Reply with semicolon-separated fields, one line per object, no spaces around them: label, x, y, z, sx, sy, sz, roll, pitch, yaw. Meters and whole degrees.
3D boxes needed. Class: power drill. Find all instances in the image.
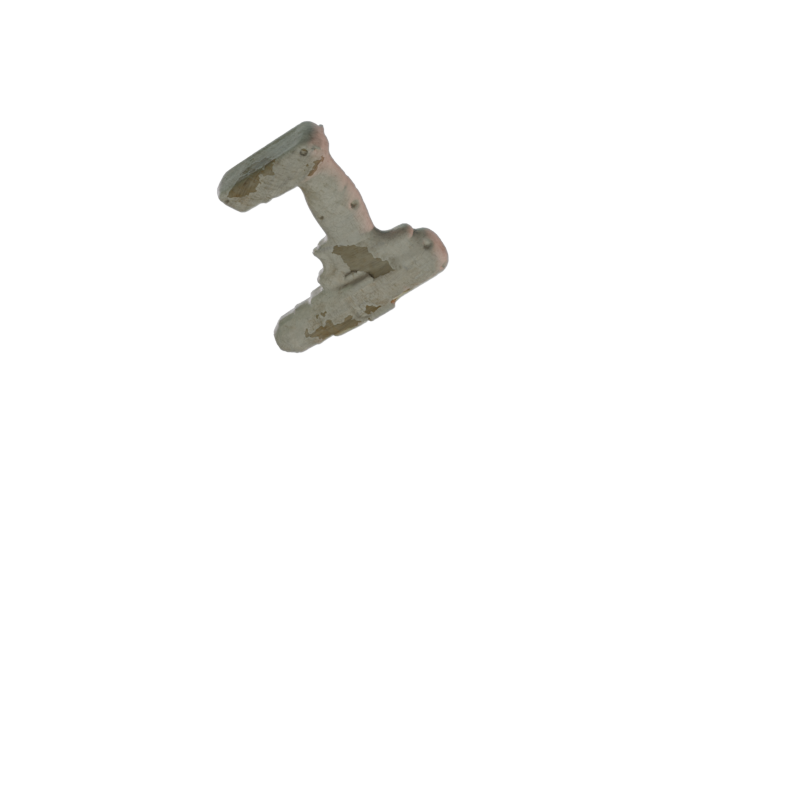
power drill;-0.078;-0.141;0.990;0.184;0.177;0.061;-31;27;18
